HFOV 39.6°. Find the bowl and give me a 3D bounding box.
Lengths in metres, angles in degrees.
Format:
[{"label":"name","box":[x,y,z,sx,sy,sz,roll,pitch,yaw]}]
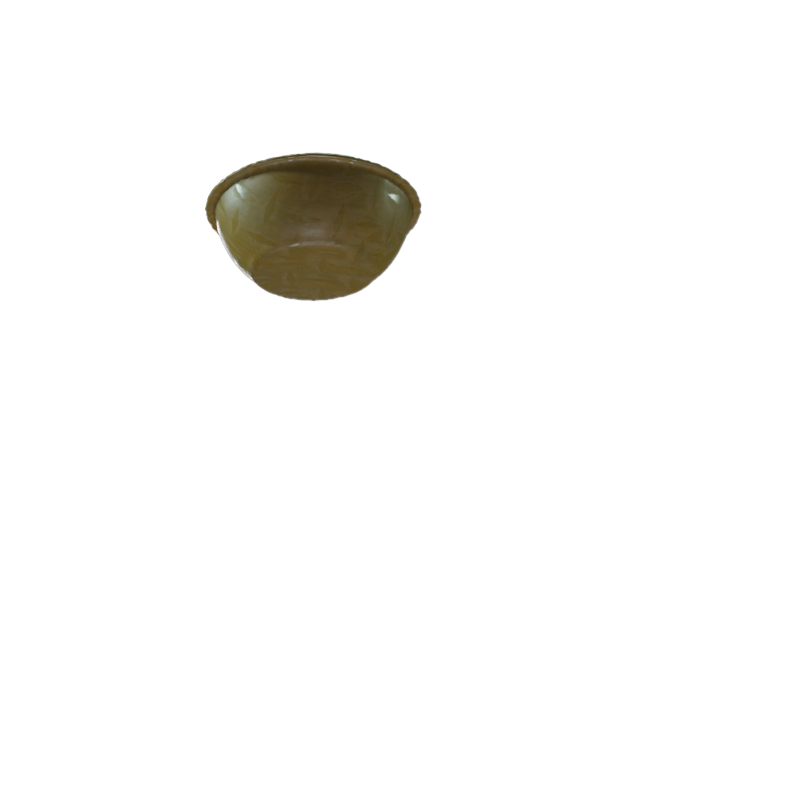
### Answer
[{"label":"bowl","box":[-0.064,-0.117,0.821,0.162,0.058,0.153,1,-23,-2]}]
